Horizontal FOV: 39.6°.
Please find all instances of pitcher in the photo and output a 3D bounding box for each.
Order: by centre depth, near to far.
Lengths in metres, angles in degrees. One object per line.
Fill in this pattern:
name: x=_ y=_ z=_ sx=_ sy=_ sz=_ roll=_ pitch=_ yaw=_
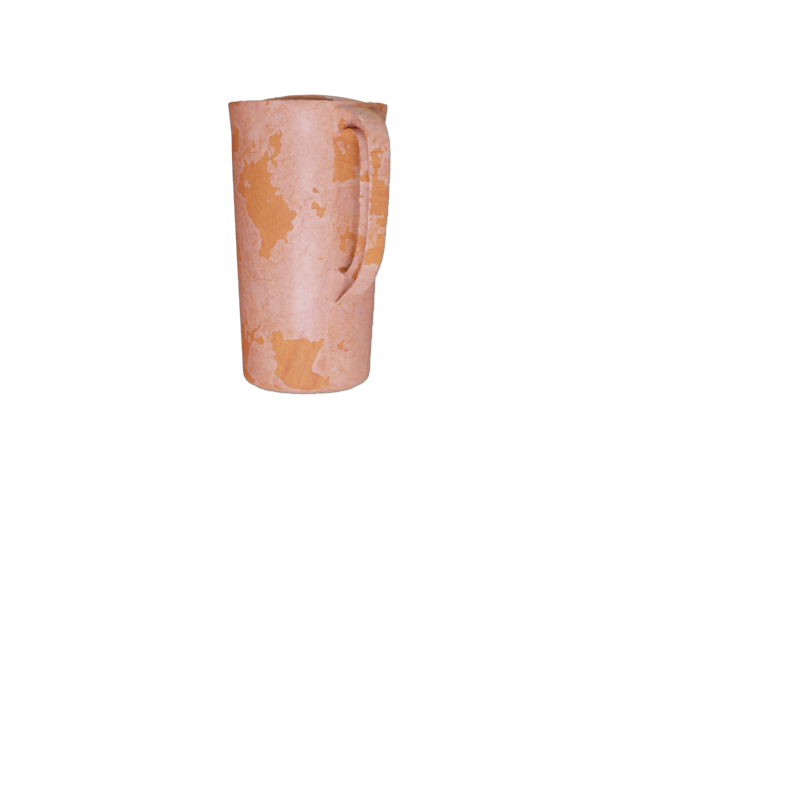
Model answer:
pitcher: x=-0.072 y=-0.131 z=0.921 sx=0.147 sy=0.240 sz=0.149 roll=1 pitch=6 yaw=9
